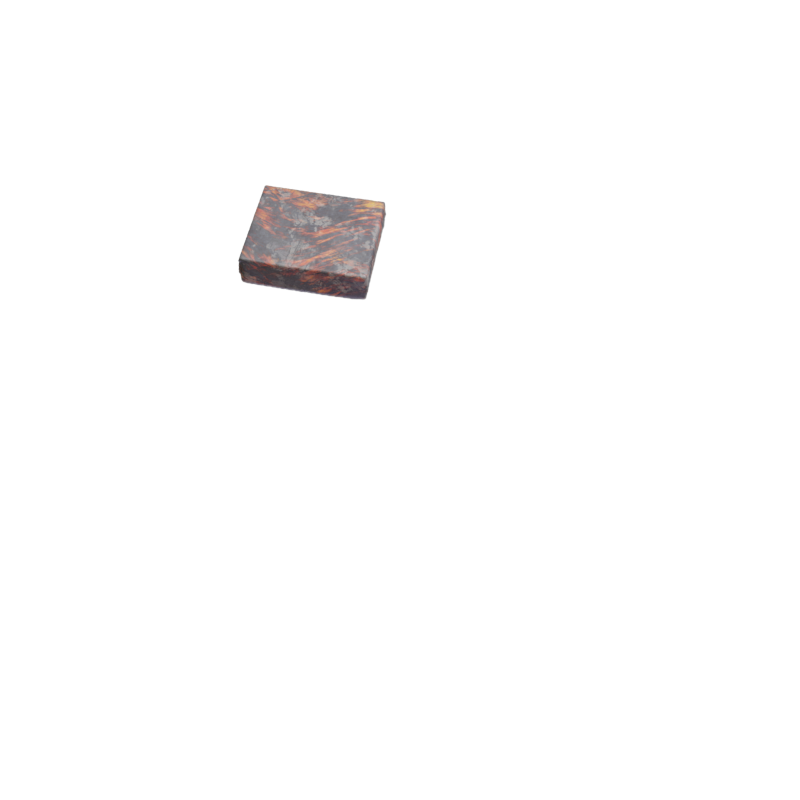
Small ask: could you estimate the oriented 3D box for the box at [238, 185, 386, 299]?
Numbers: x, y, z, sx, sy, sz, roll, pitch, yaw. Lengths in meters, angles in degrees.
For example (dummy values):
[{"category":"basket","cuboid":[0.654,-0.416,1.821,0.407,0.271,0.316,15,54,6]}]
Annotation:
[{"category":"box","cuboid":[-0.076,-0.138,0.966,0.115,0.095,0.036,9,-37,7]}]
